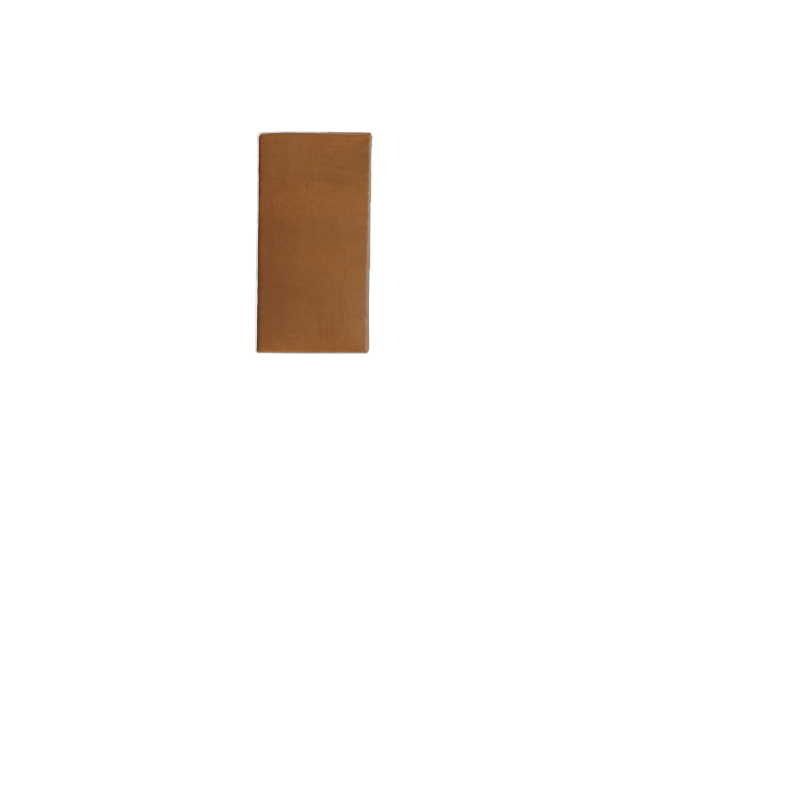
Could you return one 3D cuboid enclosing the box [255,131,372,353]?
[{"bbox_3d":[-0.070,-0.127,0.892,0.093,0.174,0.049,0,6,-3],"label":"box"}]
